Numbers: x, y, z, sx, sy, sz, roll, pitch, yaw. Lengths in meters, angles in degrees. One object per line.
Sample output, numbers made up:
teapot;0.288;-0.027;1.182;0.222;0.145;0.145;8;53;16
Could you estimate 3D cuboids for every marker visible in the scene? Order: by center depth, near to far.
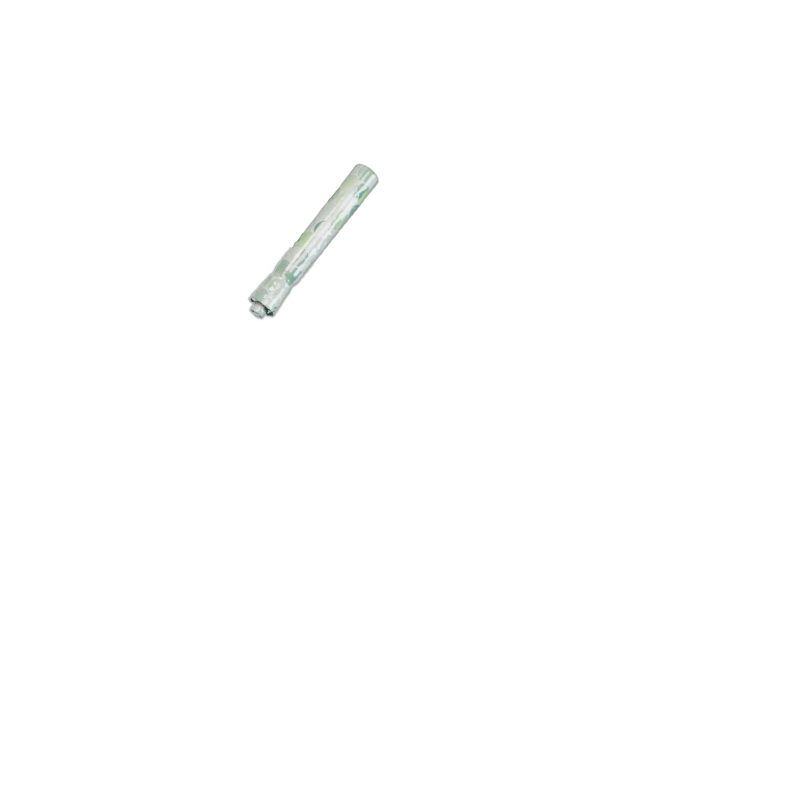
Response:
marker;-0.055;-0.100;0.702;0.020;0.123;0.019;33;-19;9
